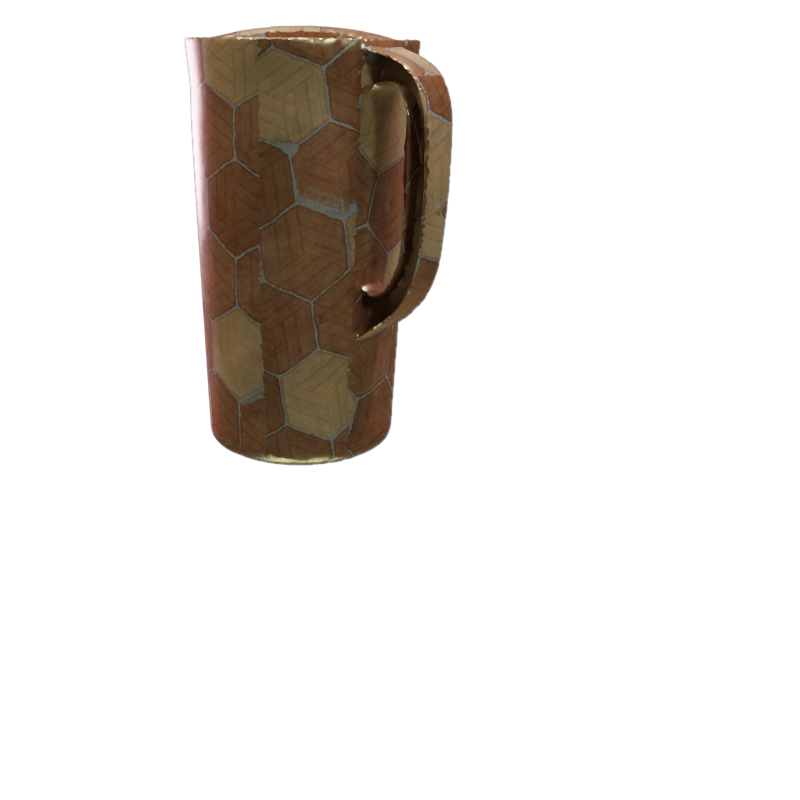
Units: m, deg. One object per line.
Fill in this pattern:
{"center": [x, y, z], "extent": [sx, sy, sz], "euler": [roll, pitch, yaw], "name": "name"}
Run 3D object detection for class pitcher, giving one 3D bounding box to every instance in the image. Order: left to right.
{"center": [-0.050, -0.091, 0.635], "extent": [0.145, 0.237, 0.153], "euler": [0, 12, -1], "name": "pitcher"}
